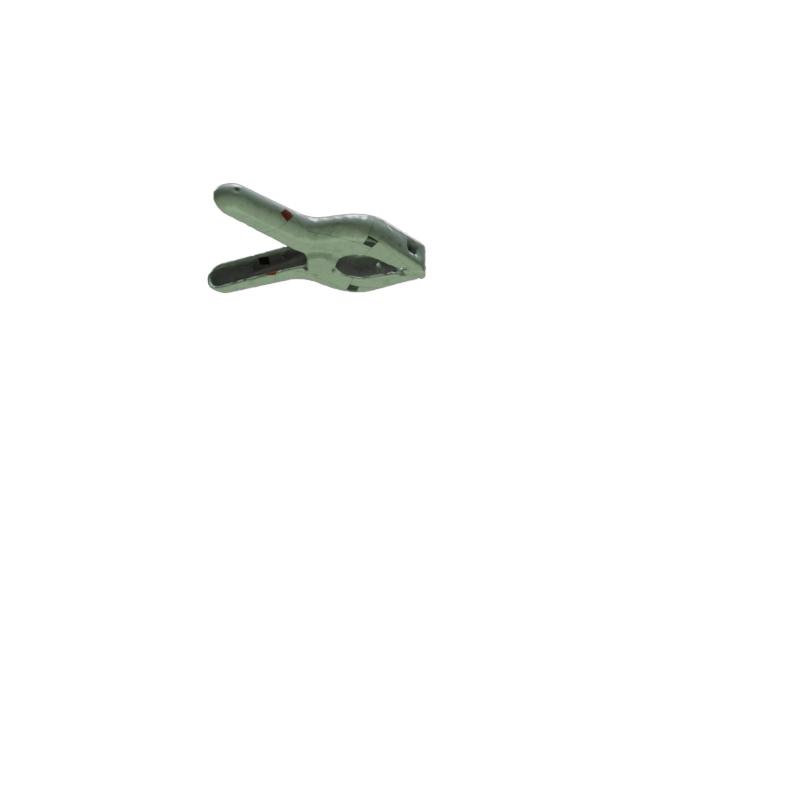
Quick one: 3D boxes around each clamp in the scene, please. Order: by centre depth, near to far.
[{"bbox_3d":[-0.065,-0.119,0.833,0.172,0.042,0.113,0,-25,1],"label":"clamp"}]
